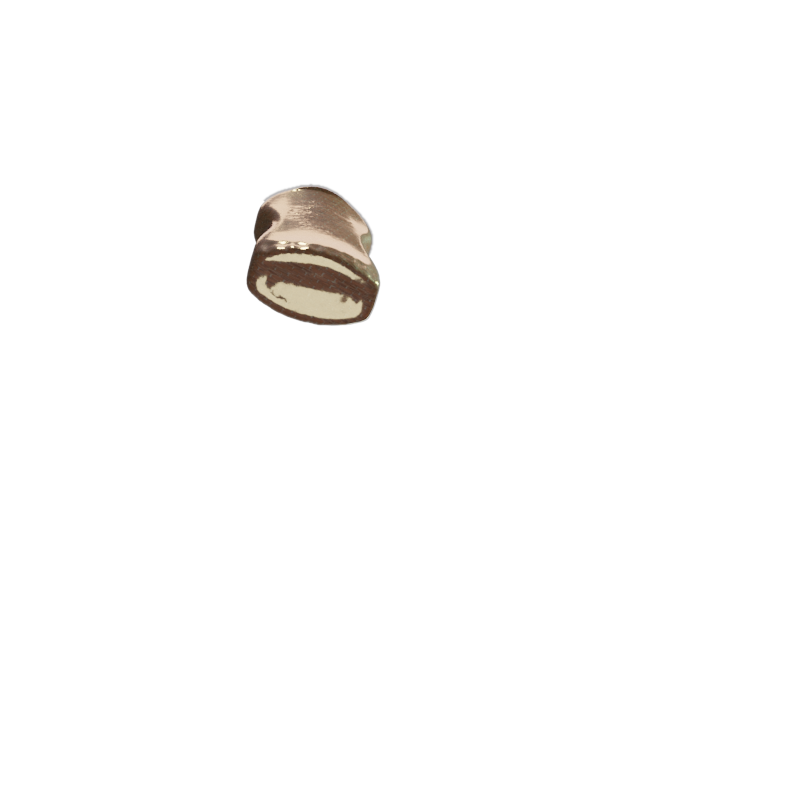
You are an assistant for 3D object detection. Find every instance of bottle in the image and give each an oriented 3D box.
[{"bbox_3d":[-0.069,-0.127,0.885,0.095,0.056,0.203,11,26,-9],"label":"bottle"}]
